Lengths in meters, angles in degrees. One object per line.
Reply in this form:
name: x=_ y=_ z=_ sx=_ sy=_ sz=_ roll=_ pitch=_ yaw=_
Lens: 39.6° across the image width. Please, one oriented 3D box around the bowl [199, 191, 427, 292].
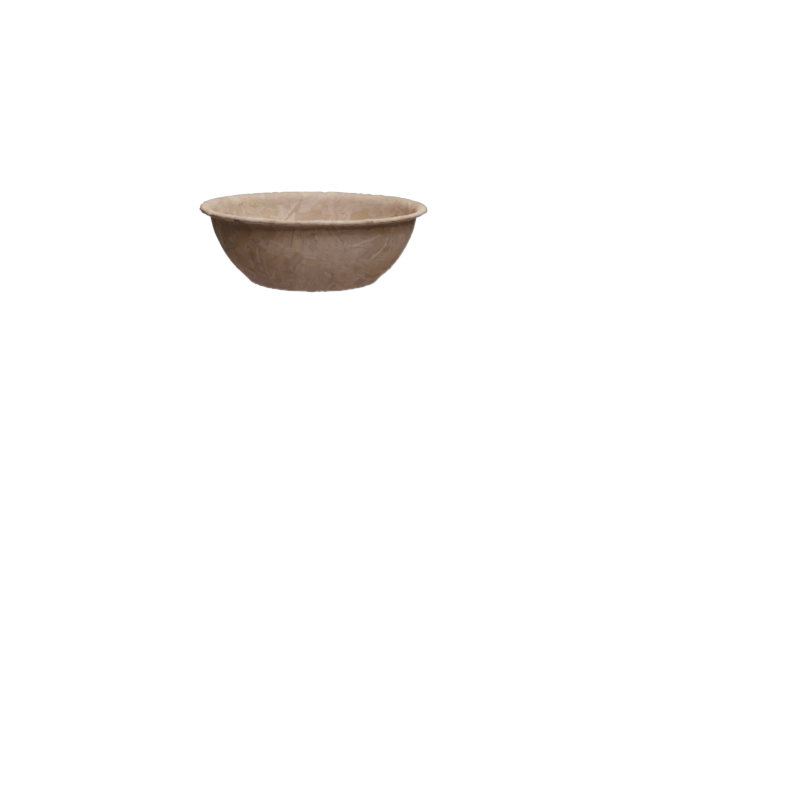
bowl: x=-0.062 y=-0.113 z=0.790 sx=0.162 sy=0.053 sz=0.167 roll=-1 pitch=16 yaw=-2
